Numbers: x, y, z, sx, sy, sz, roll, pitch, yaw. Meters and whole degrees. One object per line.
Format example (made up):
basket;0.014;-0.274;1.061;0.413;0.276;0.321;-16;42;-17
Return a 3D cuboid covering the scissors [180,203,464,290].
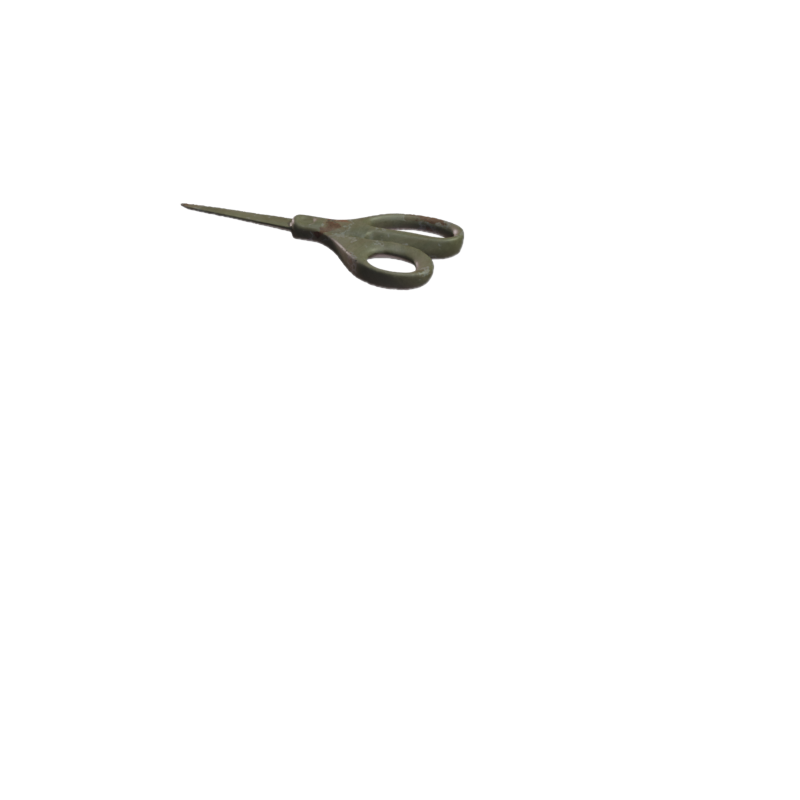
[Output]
scissors;-0.059;-0.107;0.748;0.203;0.015;0.102;3;34;5
